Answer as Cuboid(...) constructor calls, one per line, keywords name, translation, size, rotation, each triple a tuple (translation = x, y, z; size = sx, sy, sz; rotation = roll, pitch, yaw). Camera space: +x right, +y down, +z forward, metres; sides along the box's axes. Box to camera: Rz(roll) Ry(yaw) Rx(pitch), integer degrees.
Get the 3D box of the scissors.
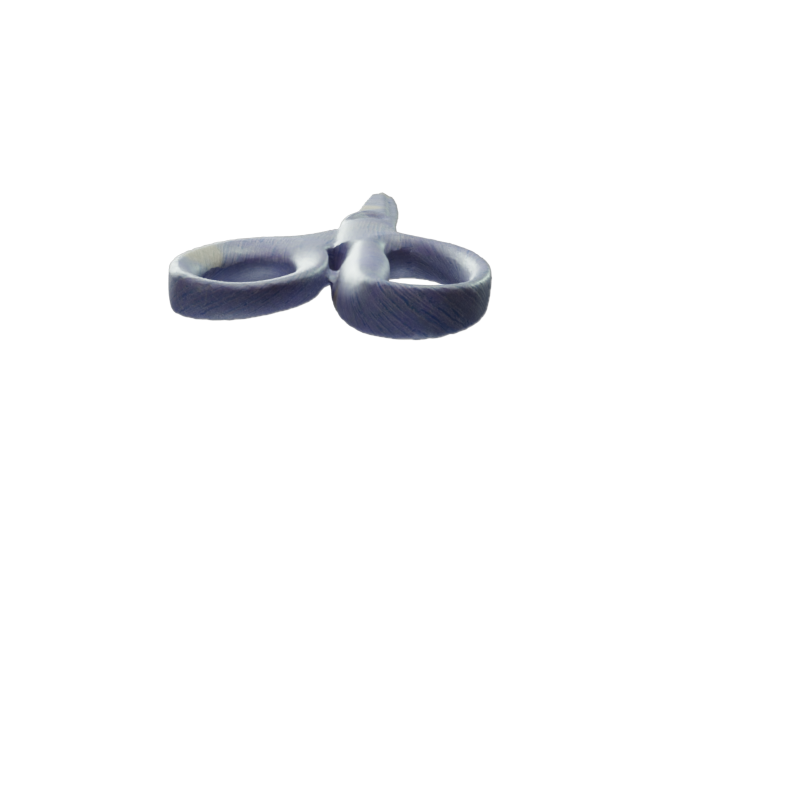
Cuboid(name="scissors", translation=(-0.028, -0.052, 0.364), size=(0.095, 0.015, 0.211), rotation=(-3, 18, -11))
